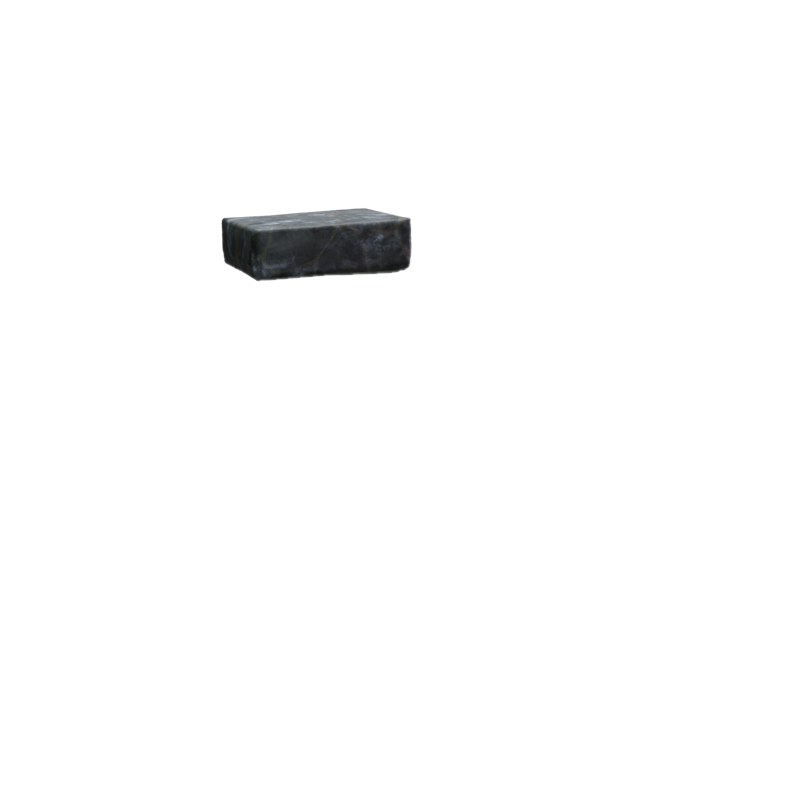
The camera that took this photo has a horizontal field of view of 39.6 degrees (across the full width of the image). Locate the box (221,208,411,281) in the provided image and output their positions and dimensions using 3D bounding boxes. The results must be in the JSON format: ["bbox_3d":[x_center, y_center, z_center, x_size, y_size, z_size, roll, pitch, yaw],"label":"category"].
[{"bbox_3d":[-0.060,-0.110,0.768,0.111,0.038,0.094,-5,15,-19],"label":"box"}]
